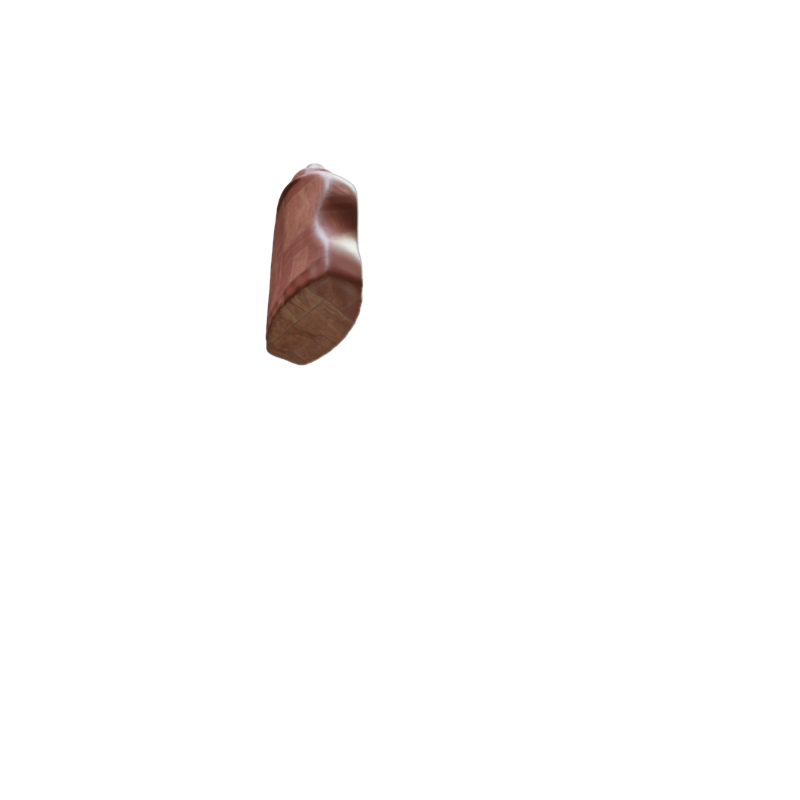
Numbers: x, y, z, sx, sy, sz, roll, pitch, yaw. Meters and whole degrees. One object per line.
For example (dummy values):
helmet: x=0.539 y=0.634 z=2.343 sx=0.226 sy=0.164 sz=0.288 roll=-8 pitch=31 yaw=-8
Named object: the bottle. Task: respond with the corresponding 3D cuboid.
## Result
bottle: x=-0.068 y=-0.125 z=0.878 sx=0.056 sy=0.206 sz=0.093 roll=20 pitch=-51 yaw=-22
